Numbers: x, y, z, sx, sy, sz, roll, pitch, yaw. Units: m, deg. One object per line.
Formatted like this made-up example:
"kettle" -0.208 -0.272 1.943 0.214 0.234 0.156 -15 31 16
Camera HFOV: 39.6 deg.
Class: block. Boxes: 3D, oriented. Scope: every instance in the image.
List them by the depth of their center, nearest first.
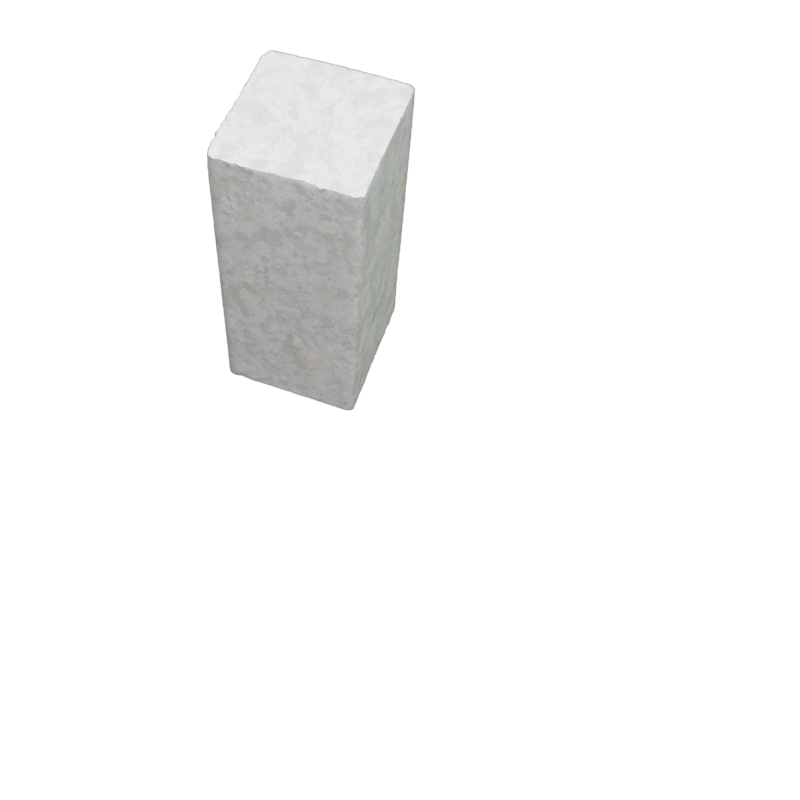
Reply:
"block" -0.053 -0.095 0.664 0.092 0.095 0.193 17 -33 8
